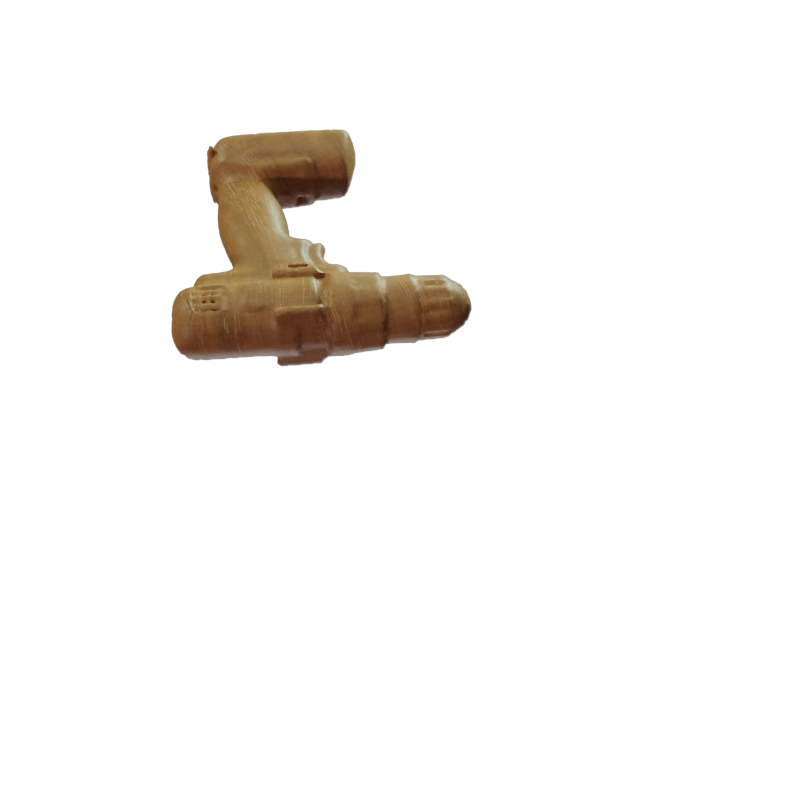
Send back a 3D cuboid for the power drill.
[{"bbox_3d":[-0.057,-0.105,0.733,0.183,0.053,0.202,-4,44,-4],"label":"power drill"}]
